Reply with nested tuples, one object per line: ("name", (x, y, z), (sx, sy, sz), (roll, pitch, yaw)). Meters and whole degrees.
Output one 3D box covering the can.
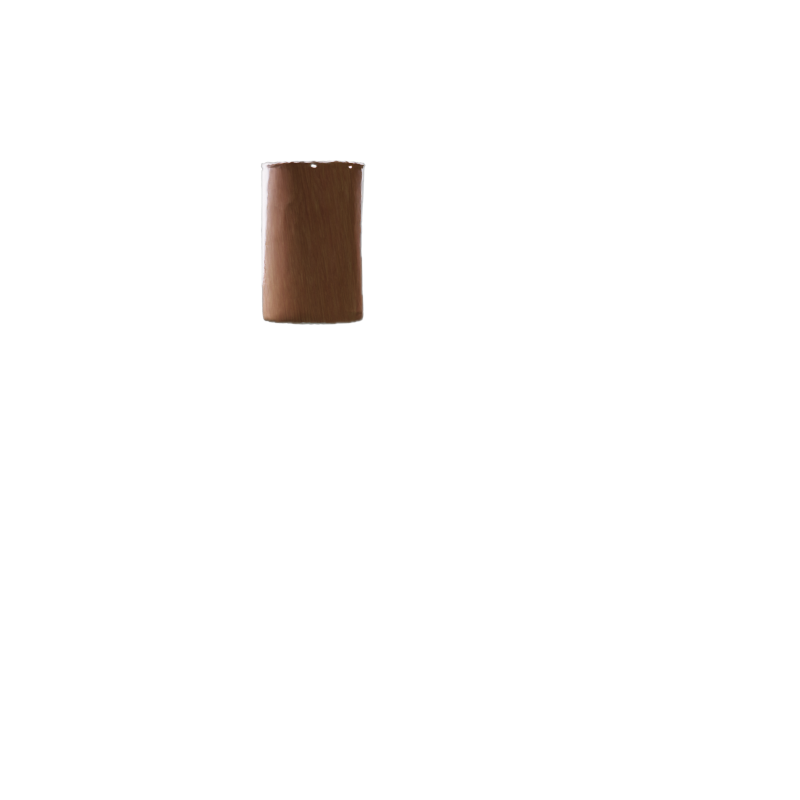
("can", (-0.056, -0.103, 0.720), (0.068, 0.102, 0.069), (0, 4, -2))
